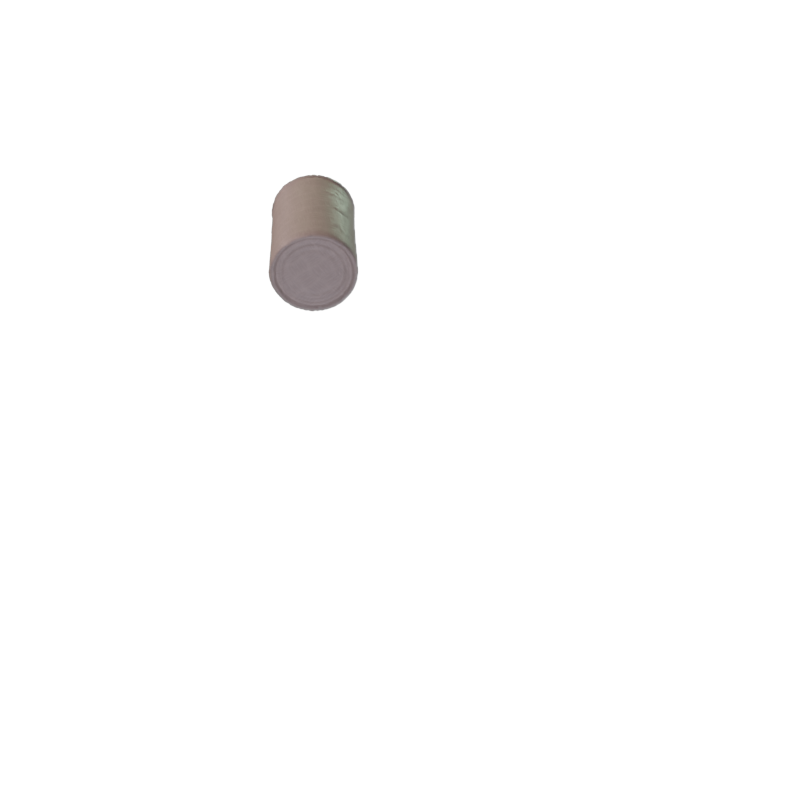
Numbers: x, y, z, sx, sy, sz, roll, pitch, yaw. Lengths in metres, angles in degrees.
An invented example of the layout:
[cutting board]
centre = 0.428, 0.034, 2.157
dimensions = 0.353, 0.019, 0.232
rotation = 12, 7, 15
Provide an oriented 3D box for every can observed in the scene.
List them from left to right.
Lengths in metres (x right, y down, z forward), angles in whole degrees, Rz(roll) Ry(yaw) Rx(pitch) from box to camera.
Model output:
[can]
centre = -0.068, -0.123, 0.864
dimensions = 0.068, 0.064, 0.109
rotation = -1, 34, -3
